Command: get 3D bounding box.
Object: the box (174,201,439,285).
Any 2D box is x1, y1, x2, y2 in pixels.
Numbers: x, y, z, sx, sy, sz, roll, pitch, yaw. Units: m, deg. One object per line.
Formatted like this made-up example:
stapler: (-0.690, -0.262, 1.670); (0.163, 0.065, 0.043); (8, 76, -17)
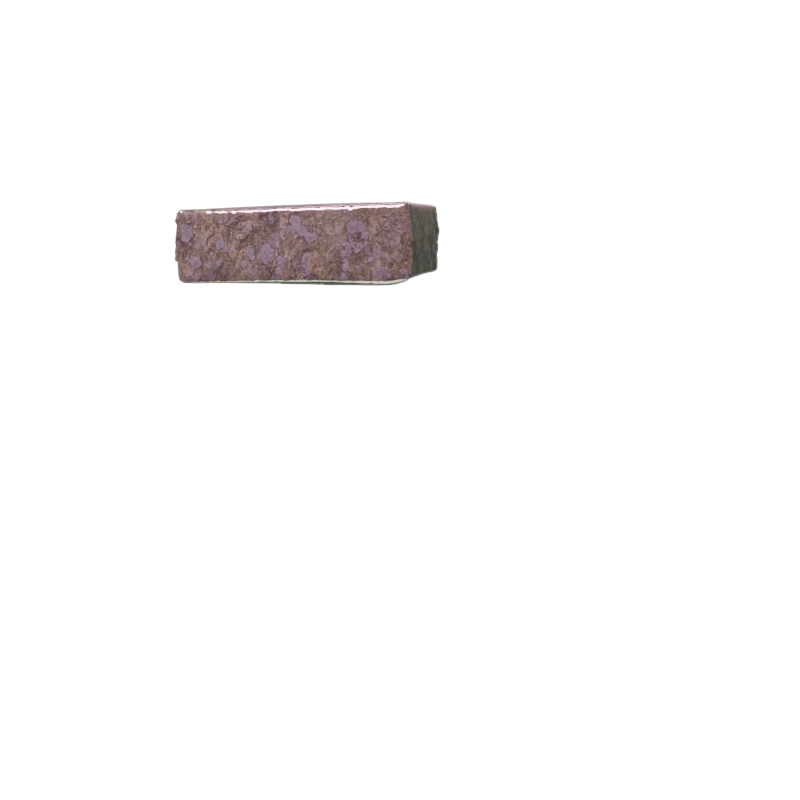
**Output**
box: (-0.043, -0.078, 0.544); (0.115, 0.038, 0.089); (2, 9, 12)
